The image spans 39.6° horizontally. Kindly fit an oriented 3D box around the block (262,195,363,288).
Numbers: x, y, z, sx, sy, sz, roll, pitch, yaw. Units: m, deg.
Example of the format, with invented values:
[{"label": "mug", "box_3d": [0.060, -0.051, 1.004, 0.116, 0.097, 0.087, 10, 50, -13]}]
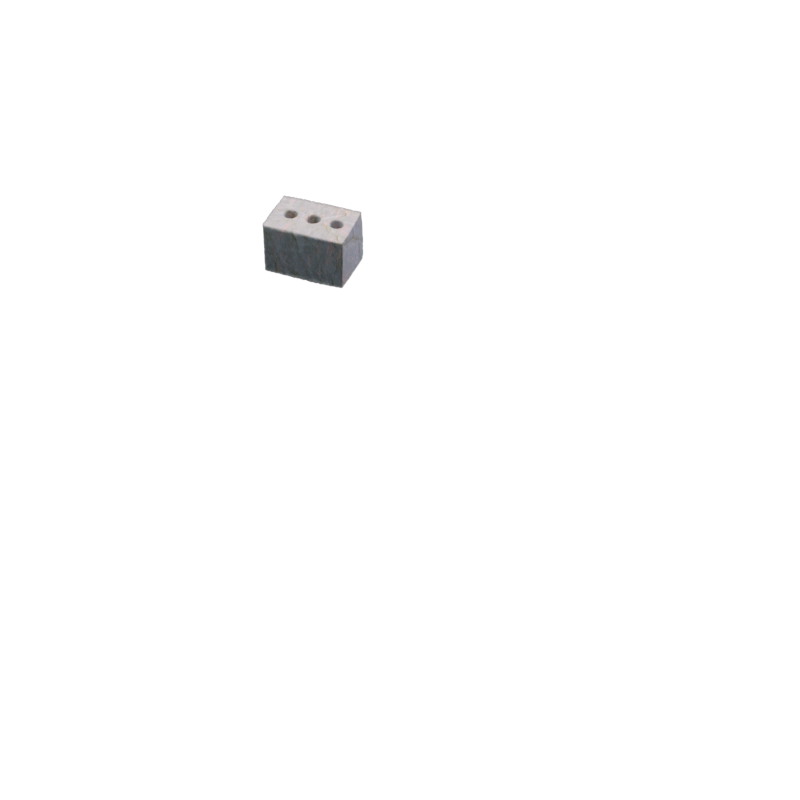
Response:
[{"label": "block", "box_3d": [-0.078, -0.142, 0.992, 0.080, 0.048, 0.055, 14, 41, 15]}]
